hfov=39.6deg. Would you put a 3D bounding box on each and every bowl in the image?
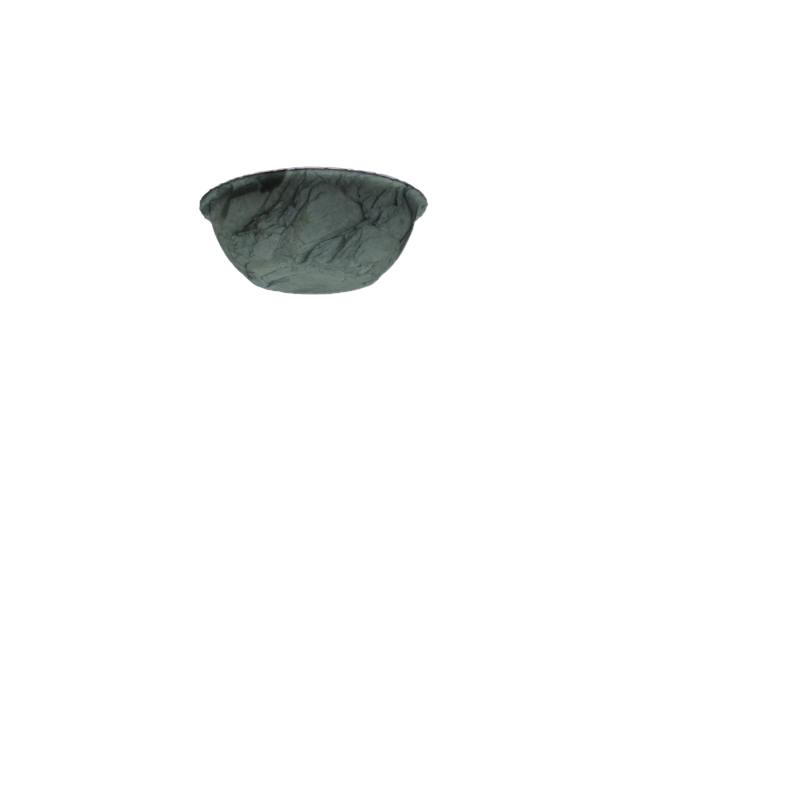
[{"bbox_3d":[-0.061,-0.111,0.781,0.162,0.057,0.157,0,-10,-2],"label":"bowl"}]
